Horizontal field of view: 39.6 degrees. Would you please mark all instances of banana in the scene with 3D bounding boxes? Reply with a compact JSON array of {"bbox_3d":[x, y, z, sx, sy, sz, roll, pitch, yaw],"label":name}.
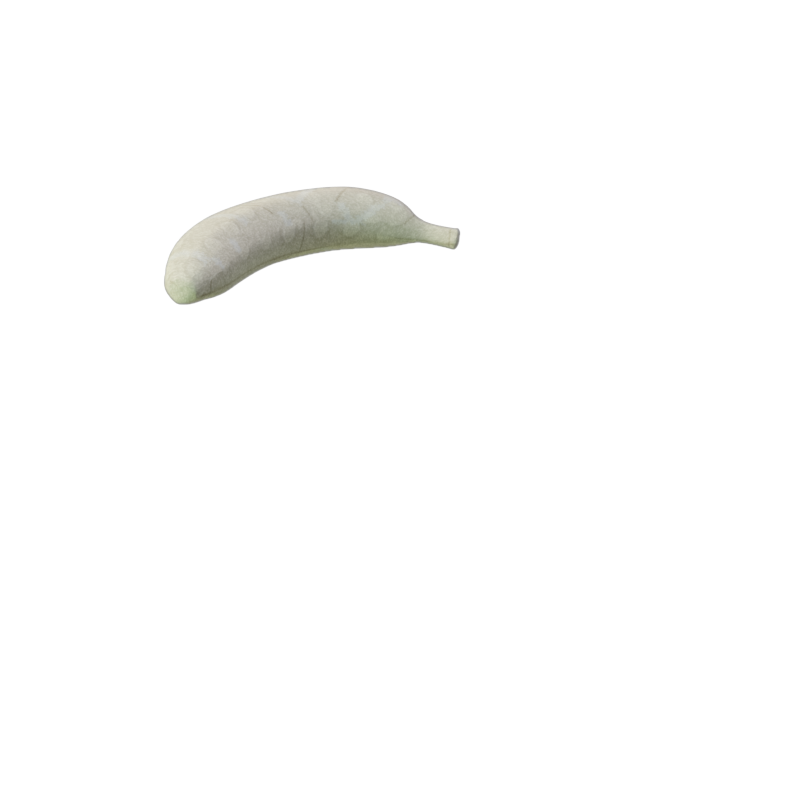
[{"bbox_3d":[-0.055,-0.086,0.578,0.074,0.035,0.194,18,27,41],"label":"banana"}]
